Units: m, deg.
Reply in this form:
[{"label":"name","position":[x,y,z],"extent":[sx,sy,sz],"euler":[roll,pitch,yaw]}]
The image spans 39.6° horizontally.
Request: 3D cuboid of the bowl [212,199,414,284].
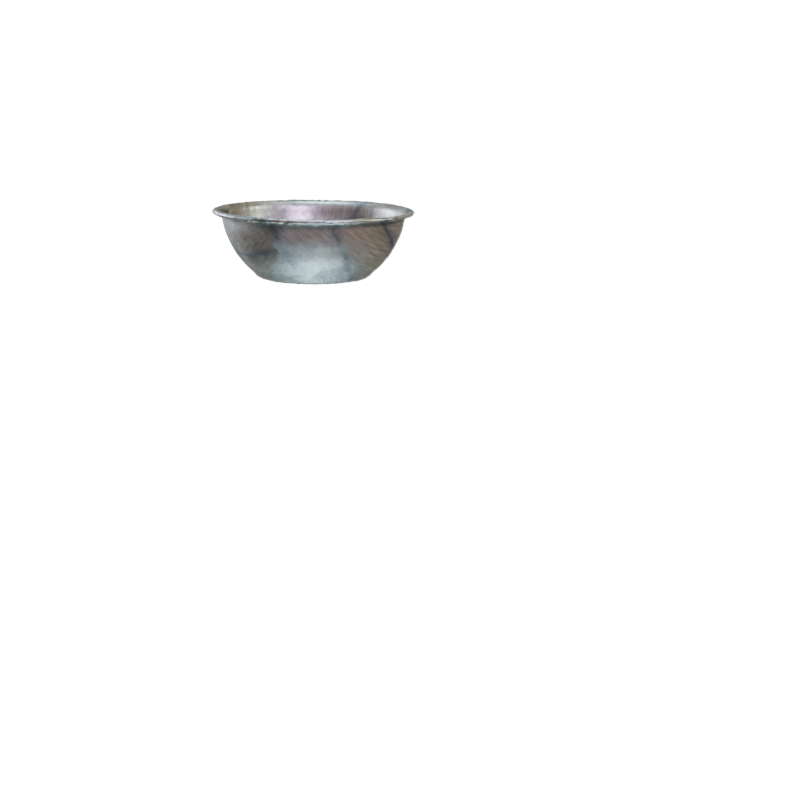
[{"label":"bowl","position":[-0.070,-0.128,0.893],"extent":[0.162,0.054,0.167],"euler":[0,15,-2]}]
